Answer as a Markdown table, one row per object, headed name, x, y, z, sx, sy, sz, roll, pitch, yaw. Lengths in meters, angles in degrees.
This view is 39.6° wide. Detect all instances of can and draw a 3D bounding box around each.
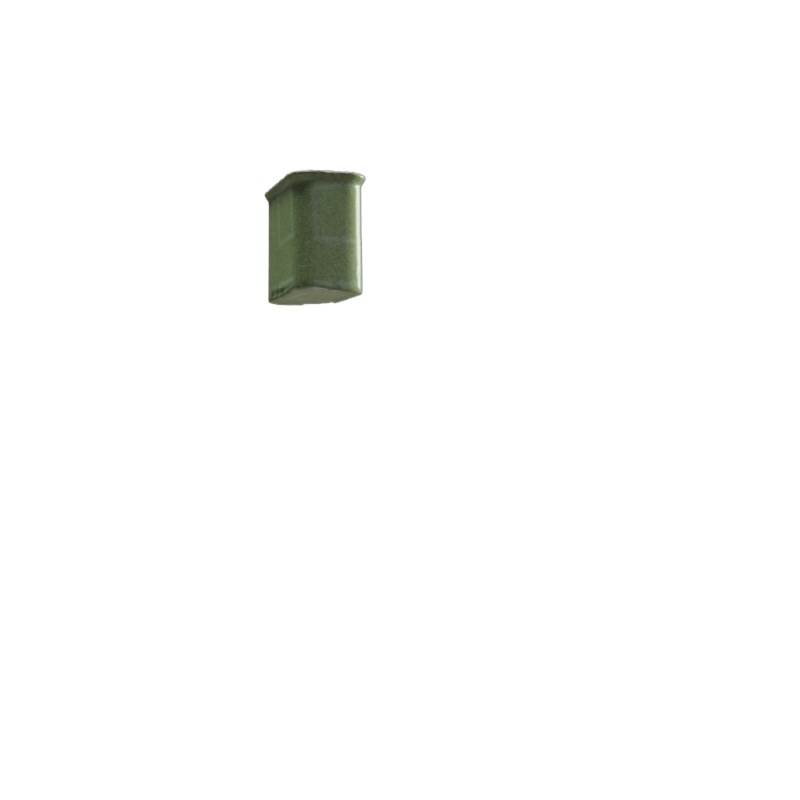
| name | x | y | z | sx | sy | sz | roll | pitch | yaw |
| --- | --- | --- | --- | --- | --- | --- | --- | --- | --- |
| can | -0.063 | -0.114 | 0.800 | 0.056 | 0.085 | 0.103 | 2 | -5 | -19 |
